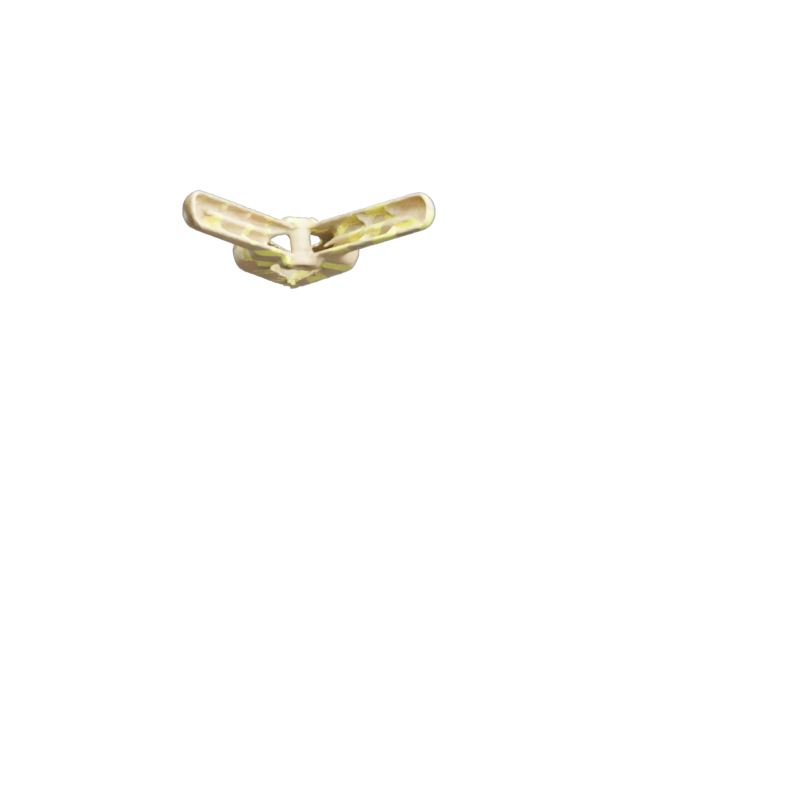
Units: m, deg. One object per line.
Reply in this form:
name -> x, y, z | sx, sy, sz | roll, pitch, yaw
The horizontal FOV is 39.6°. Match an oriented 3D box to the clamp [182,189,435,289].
clamp -> -0.063, -0.115, 0.803 | 0.164, 0.037, 0.205 | 0, -6, -1
